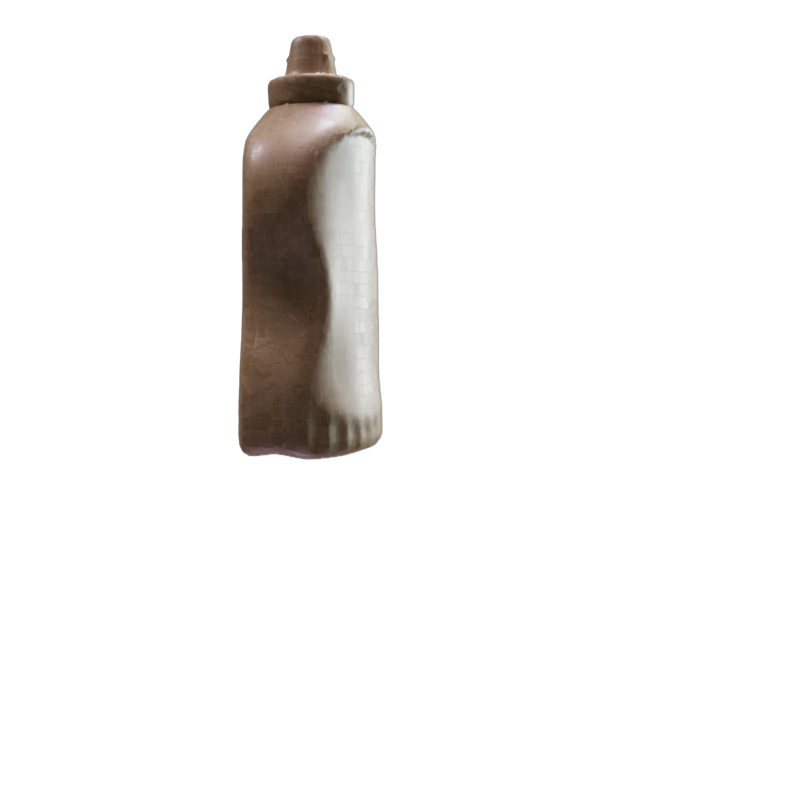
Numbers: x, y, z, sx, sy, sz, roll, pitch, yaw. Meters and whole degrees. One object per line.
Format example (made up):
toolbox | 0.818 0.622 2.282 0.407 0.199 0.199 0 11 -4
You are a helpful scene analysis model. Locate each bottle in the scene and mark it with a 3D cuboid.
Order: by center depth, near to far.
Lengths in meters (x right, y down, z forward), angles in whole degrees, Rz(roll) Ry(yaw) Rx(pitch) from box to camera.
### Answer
bottle | -0.041 -0.074 0.517 0.060 0.193 0.093 -1 -2 22
